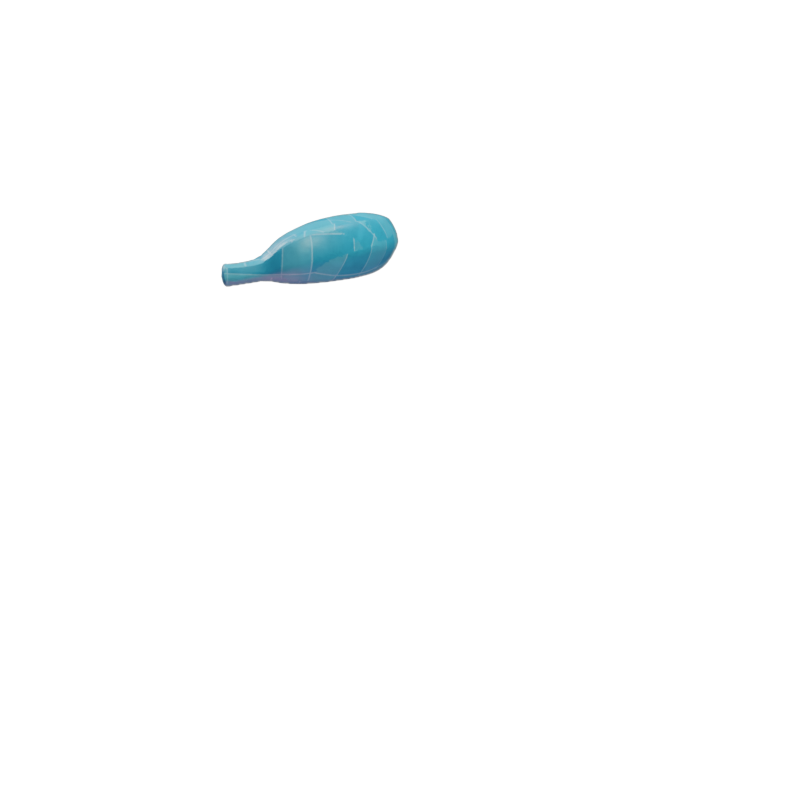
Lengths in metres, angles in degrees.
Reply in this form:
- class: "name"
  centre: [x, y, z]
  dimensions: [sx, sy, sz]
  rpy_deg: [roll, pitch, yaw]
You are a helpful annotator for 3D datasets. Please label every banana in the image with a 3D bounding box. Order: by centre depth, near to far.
- class: "banana"
  centre: [-0.037, -0.095, 0.669]
  dimensions: [0.071, 0.036, 0.196]
  rpy_deg: [3, 12, 17]
